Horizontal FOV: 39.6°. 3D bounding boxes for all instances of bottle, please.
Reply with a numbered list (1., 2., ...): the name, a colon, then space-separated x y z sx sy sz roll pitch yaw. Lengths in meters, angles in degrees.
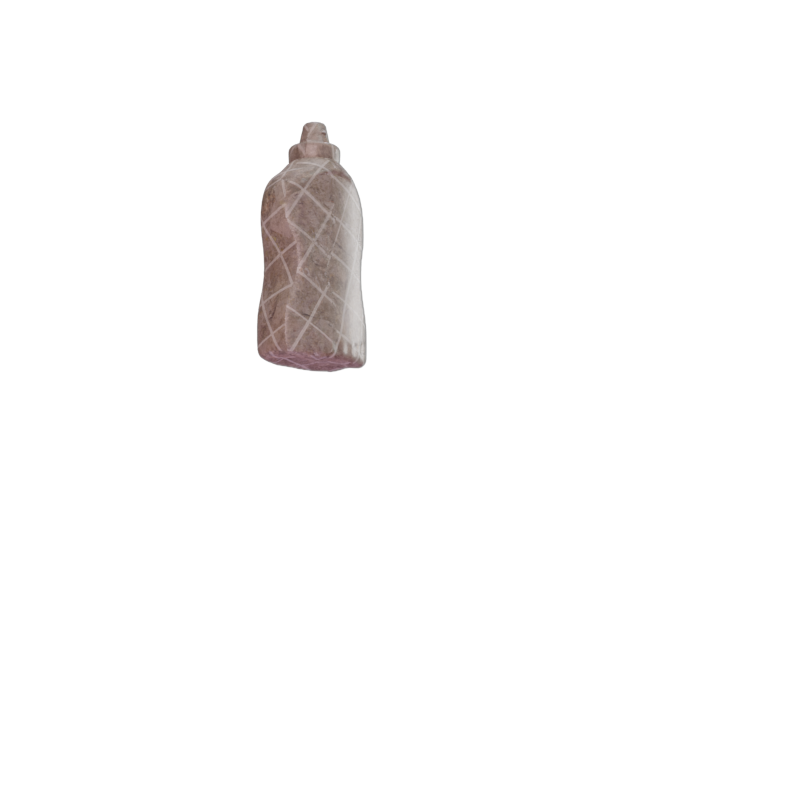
1. bottle: -0.067 -0.122 0.855 0.060 0.199 0.091 -13 -19 39
